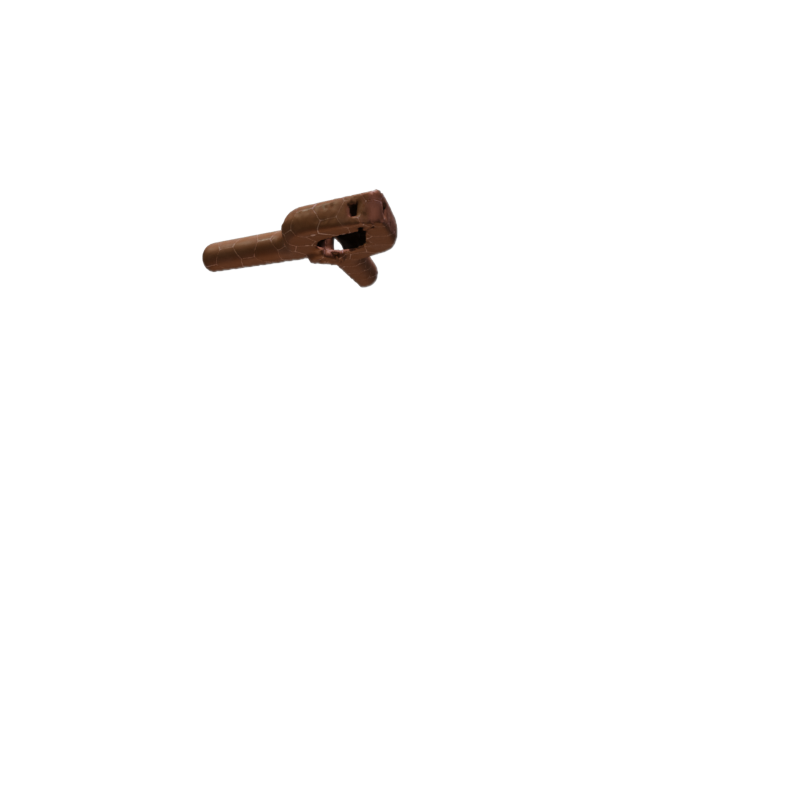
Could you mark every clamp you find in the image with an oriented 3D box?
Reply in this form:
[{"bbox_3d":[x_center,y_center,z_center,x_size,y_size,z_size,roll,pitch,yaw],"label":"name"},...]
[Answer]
[{"bbox_3d":[-0.072,-0.132,0.923,0.161,0.037,0.208,2,-8,-16],"label":"clamp"}]
